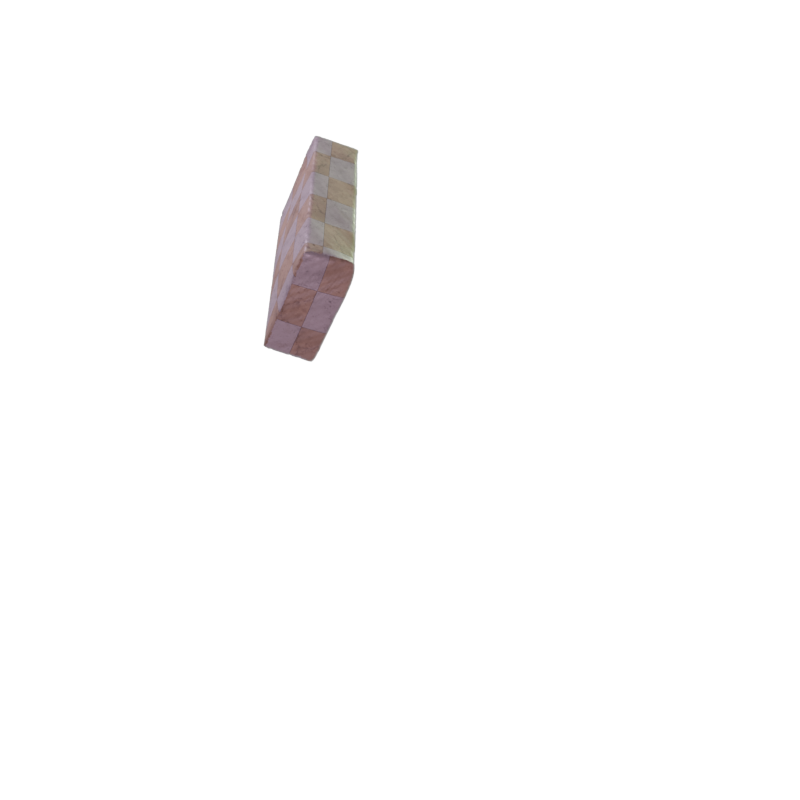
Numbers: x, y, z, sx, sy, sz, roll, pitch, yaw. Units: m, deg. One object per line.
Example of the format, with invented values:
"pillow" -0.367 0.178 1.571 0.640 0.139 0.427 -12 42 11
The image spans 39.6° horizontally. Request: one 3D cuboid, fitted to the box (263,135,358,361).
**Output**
"box" -0.068 -0.123 0.862 0.047 0.089 0.189 17 35 -16
